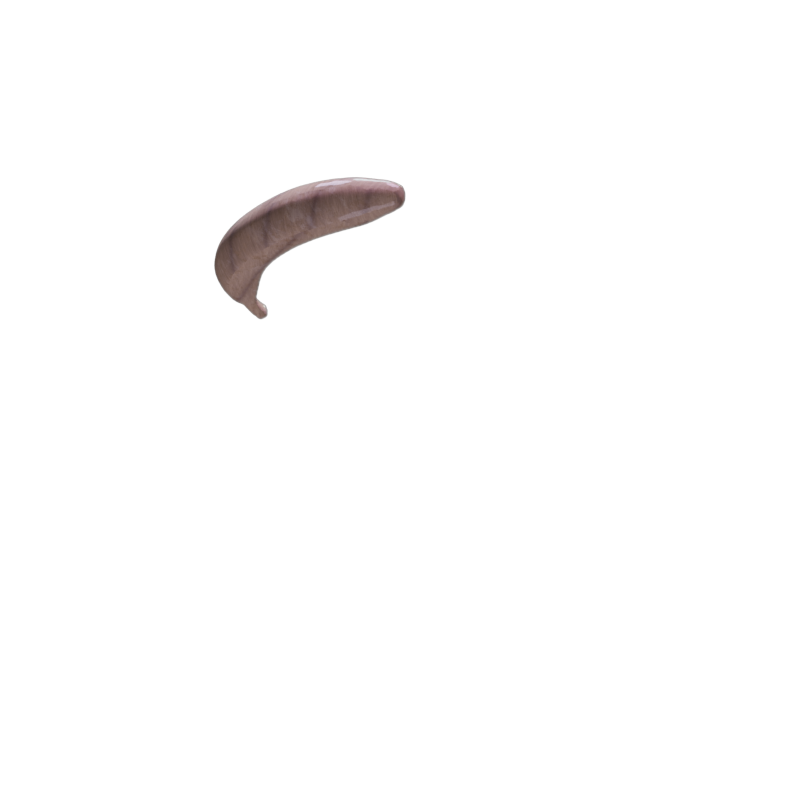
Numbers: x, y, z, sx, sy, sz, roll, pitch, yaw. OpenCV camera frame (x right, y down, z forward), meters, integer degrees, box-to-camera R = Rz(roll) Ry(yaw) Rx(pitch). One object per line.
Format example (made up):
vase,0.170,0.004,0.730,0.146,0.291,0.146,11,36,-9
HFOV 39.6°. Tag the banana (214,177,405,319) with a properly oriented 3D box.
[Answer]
banana,-0.077,-0.111,0.758,0.066,0.039,0.196,14,-25,-31
